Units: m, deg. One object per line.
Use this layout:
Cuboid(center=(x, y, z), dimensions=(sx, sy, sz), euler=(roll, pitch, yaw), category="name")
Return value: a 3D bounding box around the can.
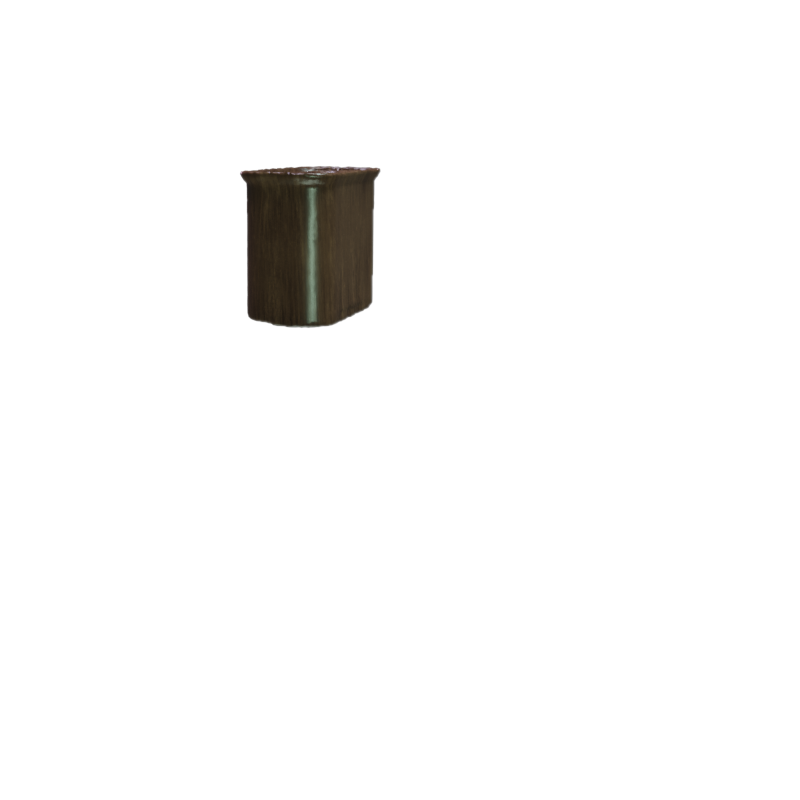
Cuboid(center=(-0.050, -0.091, 0.637), dimensions=(0.059, 0.082, 0.101), euler=(3, 11, 18), category="can")
